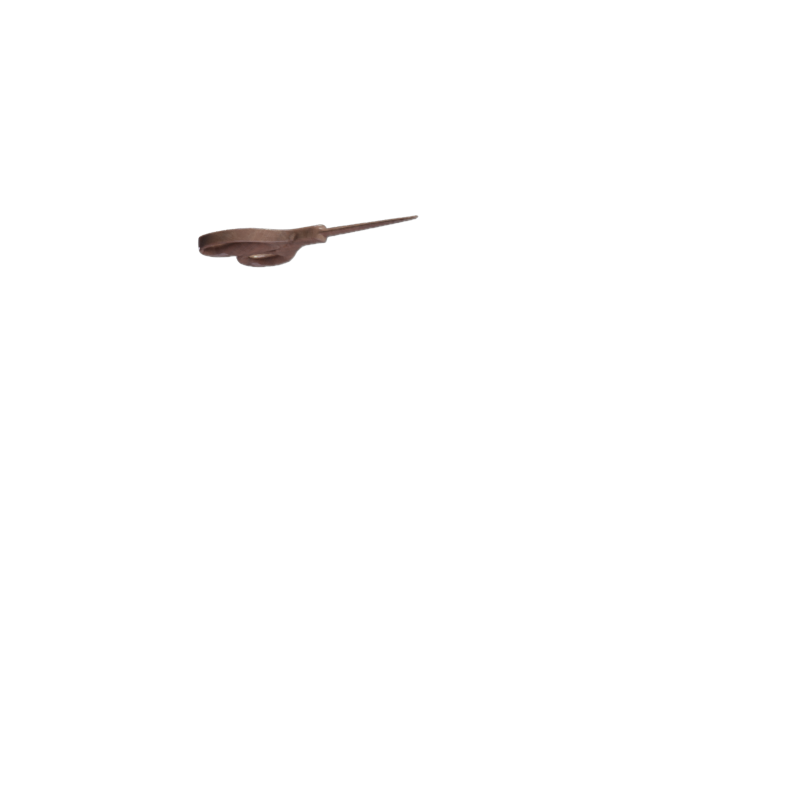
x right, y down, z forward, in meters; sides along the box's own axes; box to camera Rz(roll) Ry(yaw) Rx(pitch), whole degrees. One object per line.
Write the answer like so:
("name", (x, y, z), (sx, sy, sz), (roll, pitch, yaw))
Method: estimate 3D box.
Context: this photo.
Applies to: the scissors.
("scissors", (-0.076, -0.138, 0.967), (0.205, 0.016, 0.092), (-2, -9, 14))
